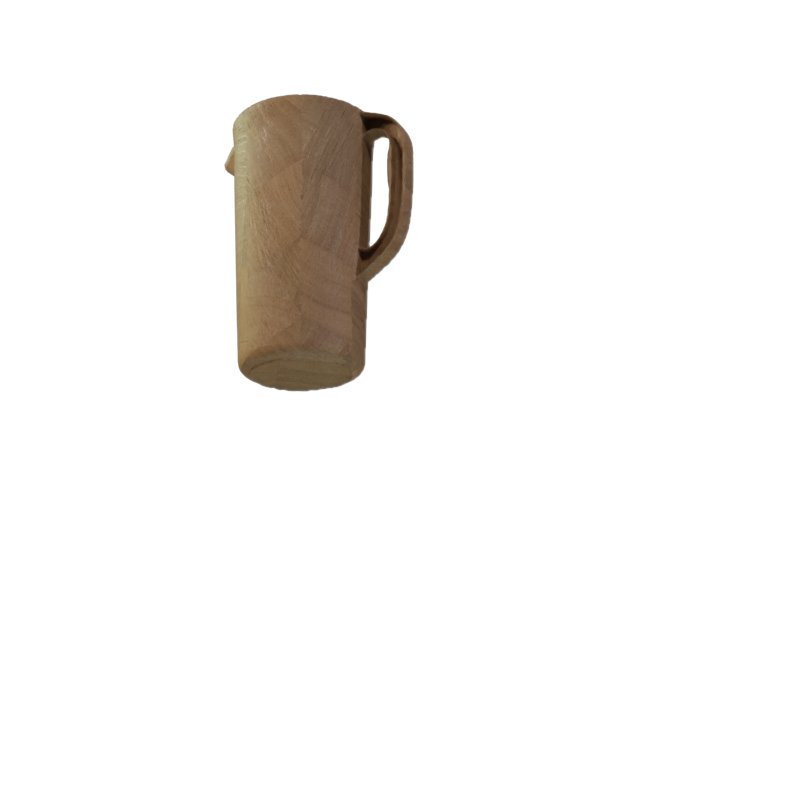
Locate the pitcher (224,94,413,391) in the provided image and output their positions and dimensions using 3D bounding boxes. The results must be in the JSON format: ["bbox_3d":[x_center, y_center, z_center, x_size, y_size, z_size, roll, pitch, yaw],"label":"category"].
[{"bbox_3d":[-0.076,-0.139,0.974,0.141,0.256,0.146,6,-23,-19],"label":"pitcher"}]
